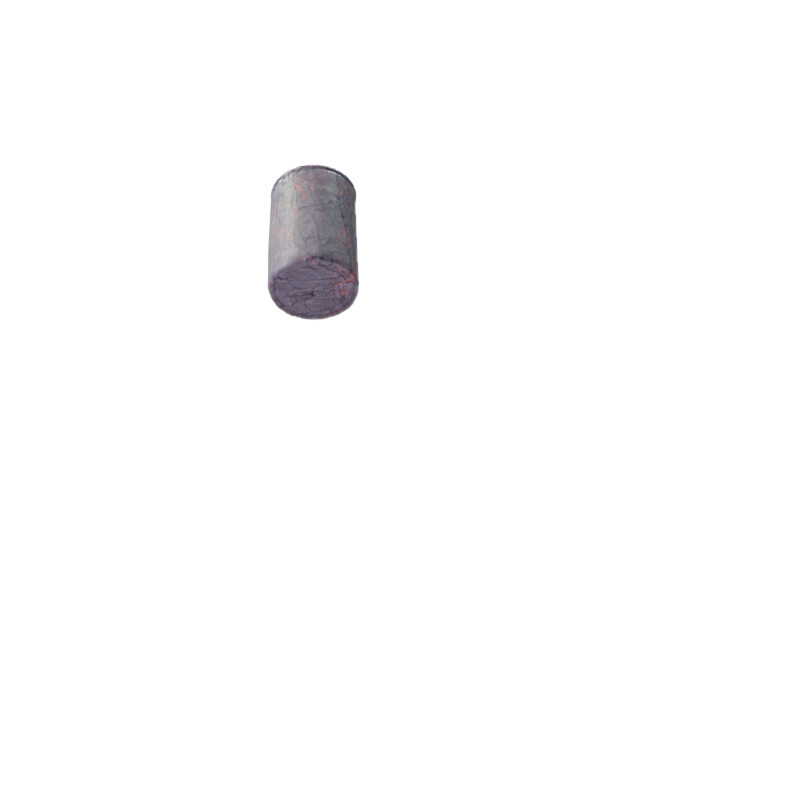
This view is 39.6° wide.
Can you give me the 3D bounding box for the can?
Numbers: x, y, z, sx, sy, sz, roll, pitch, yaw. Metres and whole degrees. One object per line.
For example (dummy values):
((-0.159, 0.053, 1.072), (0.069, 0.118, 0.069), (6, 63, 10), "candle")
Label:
((-0.066, -0.120, 0.841), (0.068, 0.110, 0.064), (-1, -41, -3), "can")
